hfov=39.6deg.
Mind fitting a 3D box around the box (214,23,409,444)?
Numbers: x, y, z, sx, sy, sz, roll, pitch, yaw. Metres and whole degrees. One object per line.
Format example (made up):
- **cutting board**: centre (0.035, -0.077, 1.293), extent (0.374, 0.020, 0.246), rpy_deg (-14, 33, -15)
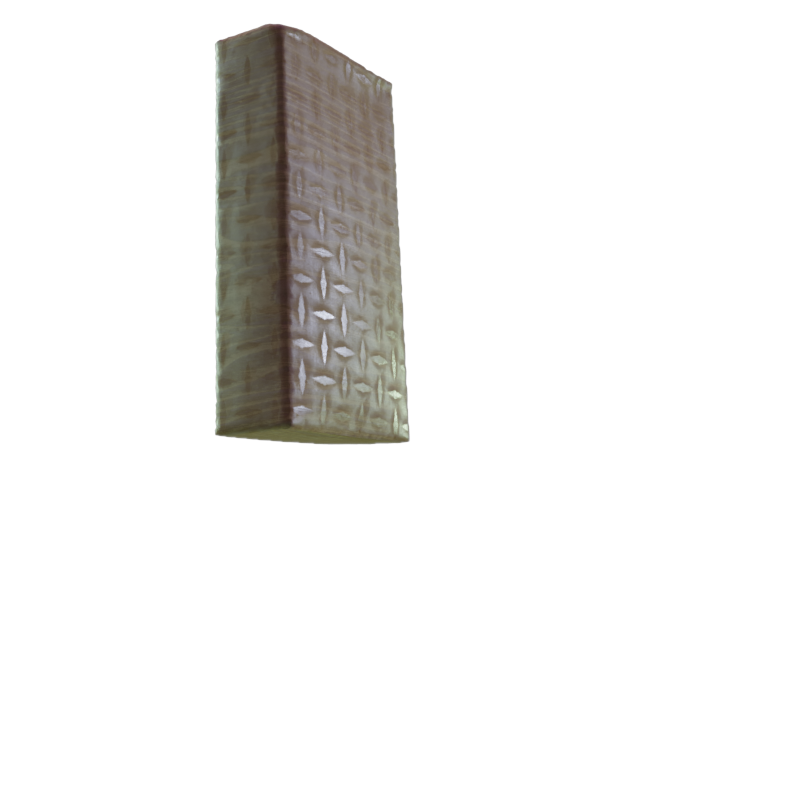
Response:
- **box**: centre (-0.039, -0.071, 0.496), extent (0.049, 0.182, 0.088), rpy_deg (-9, -15, 33)
